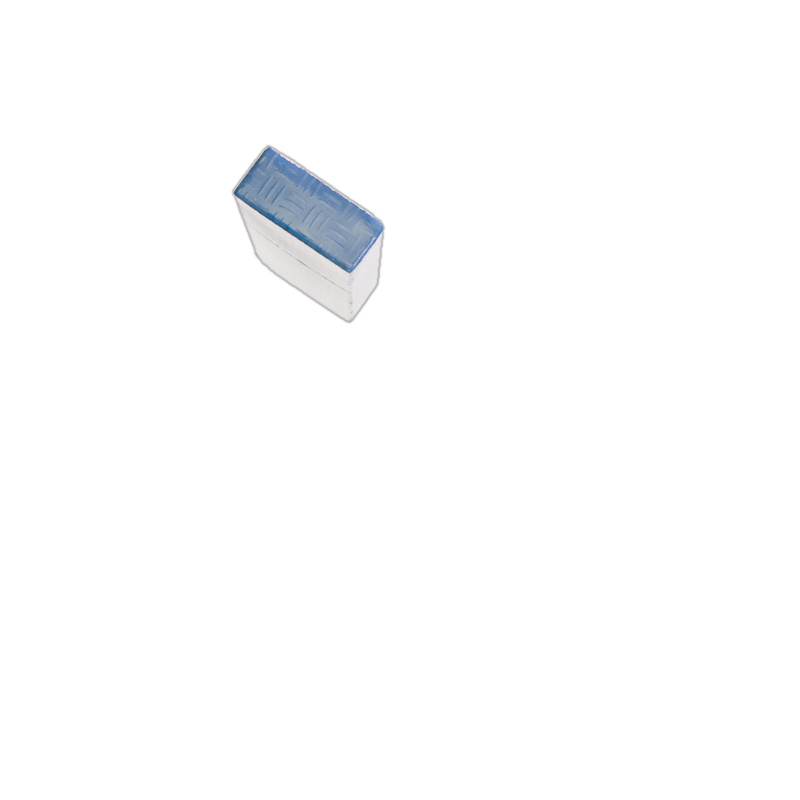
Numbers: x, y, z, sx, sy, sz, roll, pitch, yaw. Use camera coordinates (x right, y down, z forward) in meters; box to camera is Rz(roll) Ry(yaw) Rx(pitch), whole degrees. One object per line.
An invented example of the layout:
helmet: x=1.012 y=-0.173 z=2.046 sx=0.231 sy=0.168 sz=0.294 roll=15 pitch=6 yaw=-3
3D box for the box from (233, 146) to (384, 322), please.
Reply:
box: x=-0.060 y=-0.110 z=0.768 sx=0.095 sy=0.049 sz=0.172 roll=36 pitch=-9 yaw=3
